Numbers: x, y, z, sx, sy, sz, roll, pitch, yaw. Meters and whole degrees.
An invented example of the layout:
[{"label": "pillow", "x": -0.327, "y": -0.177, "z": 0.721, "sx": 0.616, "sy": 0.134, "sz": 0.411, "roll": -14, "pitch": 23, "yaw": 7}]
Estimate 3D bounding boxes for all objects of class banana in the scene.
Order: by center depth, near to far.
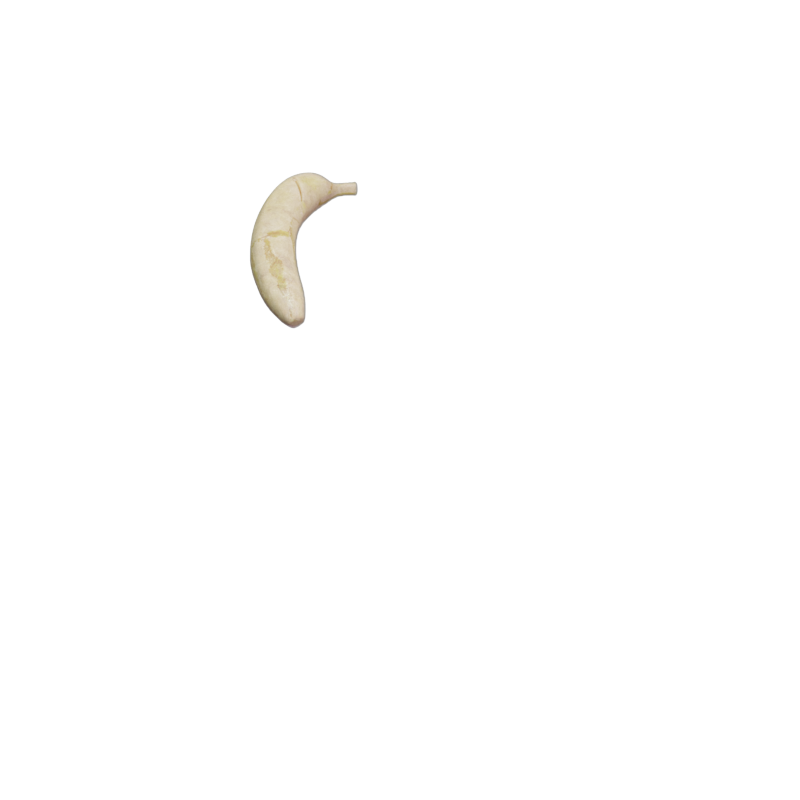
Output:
[{"label": "banana", "x": -0.088, "y": -0.136, "z": 0.915, "sx": 0.071, "sy": 0.034, "sz": 0.209, "roll": 8, "pitch": 44, "yaw": 8}]
